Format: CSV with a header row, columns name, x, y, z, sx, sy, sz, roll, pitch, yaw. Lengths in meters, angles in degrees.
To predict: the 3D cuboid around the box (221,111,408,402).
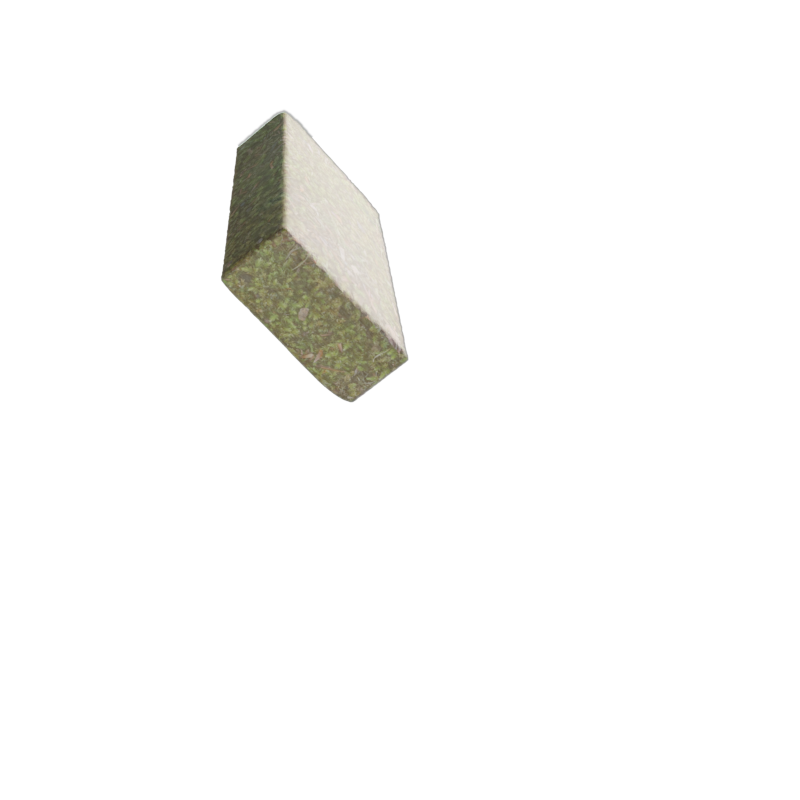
name,x,y,z,sx,sy,sz,roll,pitch,yaw
box,-0.046,-0.084,0.587,0.048,0.088,0.188,-36,27,18
